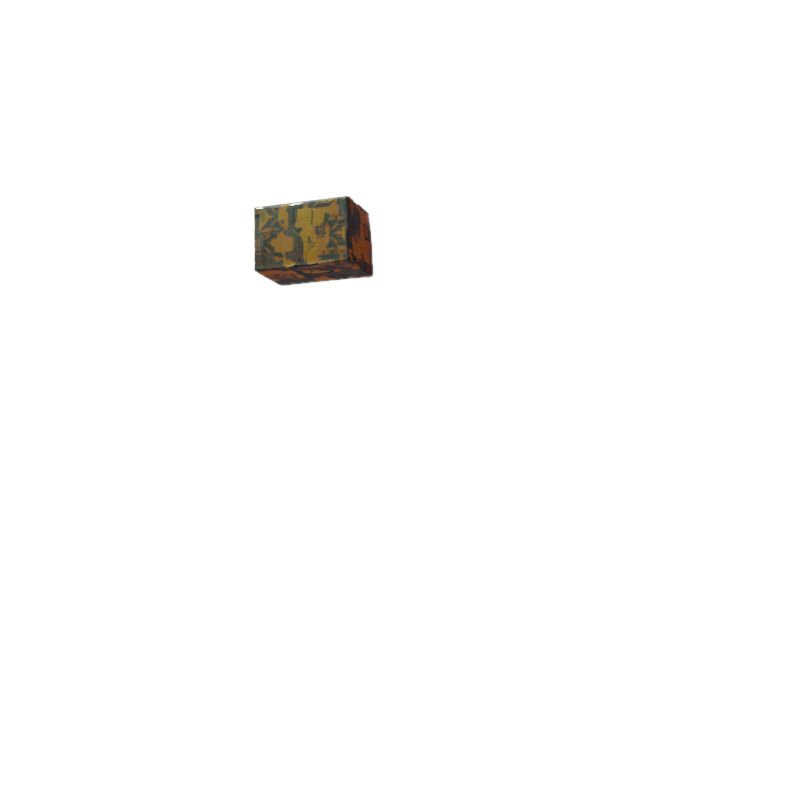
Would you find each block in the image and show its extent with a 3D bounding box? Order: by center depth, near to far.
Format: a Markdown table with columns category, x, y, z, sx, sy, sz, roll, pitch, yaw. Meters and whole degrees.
| category | x | y | z | sx | sy | sz | roll | pitch | yaw |
| --- | --- | --- | --- | --- | --- | --- | --- | --- | --- |
| block | -0.065 | -0.119 | 0.836 | 0.080 | 0.053 | 0.050 | -4 | -12 | 19 |
